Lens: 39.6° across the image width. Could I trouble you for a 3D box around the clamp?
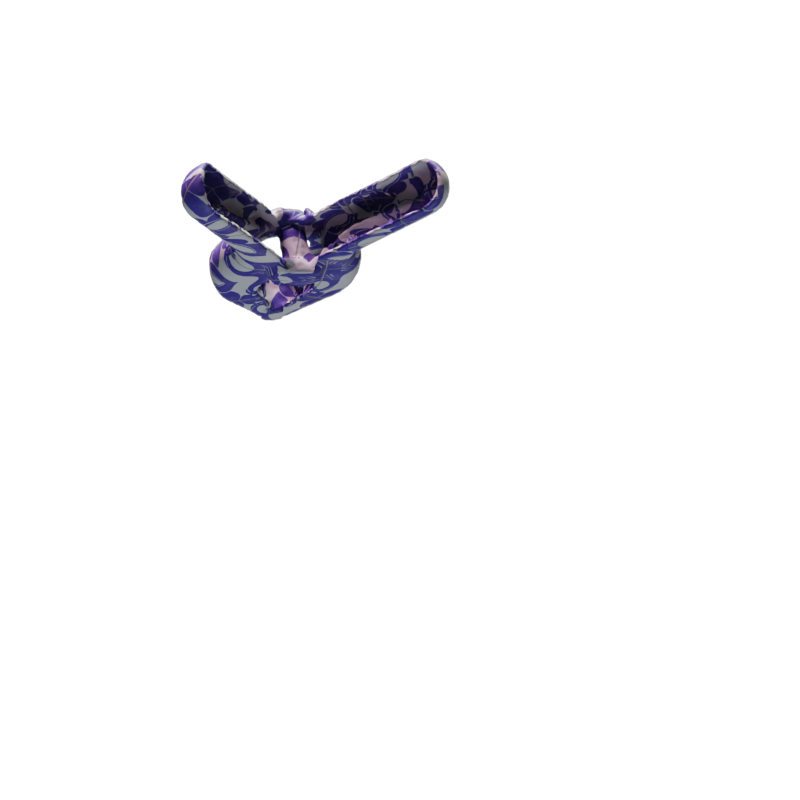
[{"bbox_3d":[-0.043,-0.079,0.555,0.119,0.041,0.166,1,-11,-5],"label":"clamp"}]
